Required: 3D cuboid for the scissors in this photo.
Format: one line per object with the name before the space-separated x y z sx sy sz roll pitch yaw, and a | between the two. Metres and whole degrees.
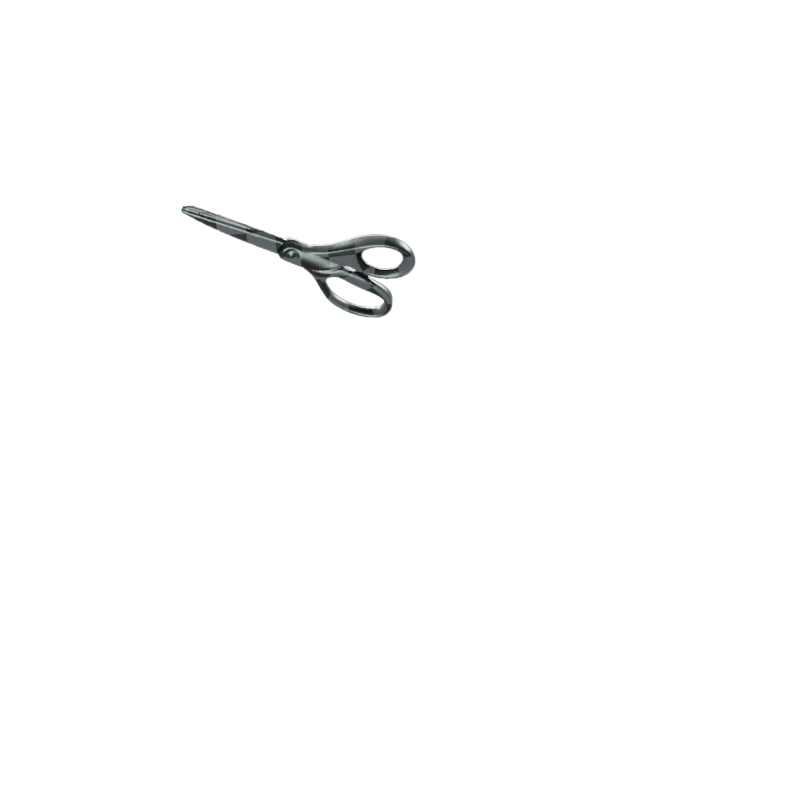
scissors | -0.071 -0.129 0.907 0.190 0.017 0.095 33 -53 -29
